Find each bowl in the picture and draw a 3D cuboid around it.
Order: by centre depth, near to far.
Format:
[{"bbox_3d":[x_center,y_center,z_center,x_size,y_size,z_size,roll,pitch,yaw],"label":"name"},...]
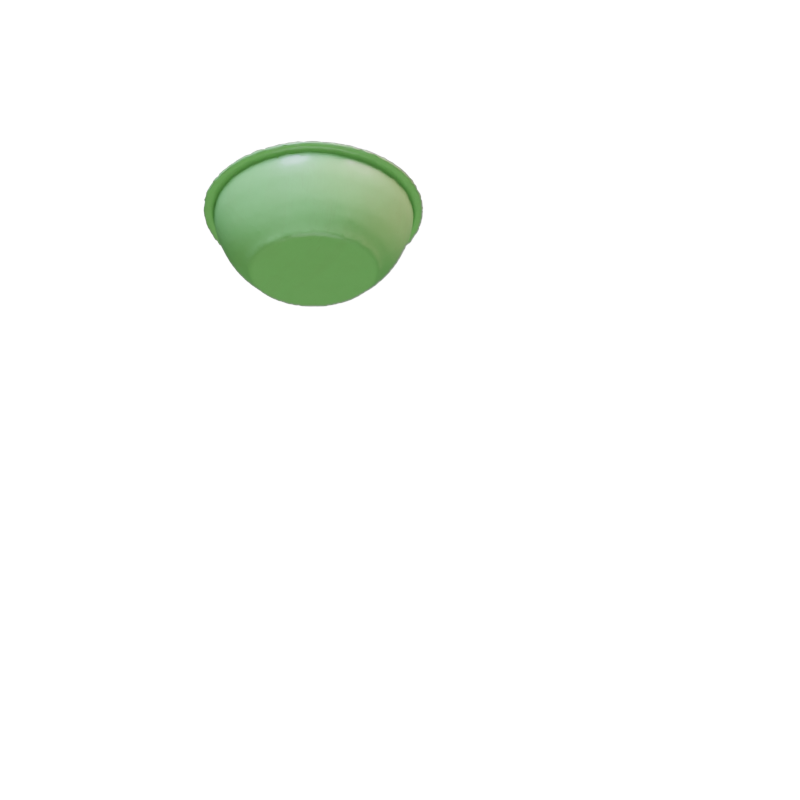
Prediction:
[{"bbox_3d":[-0.063,-0.114,0.801,0.162,0.059,0.152,1,-31,-2],"label":"bowl"}]
